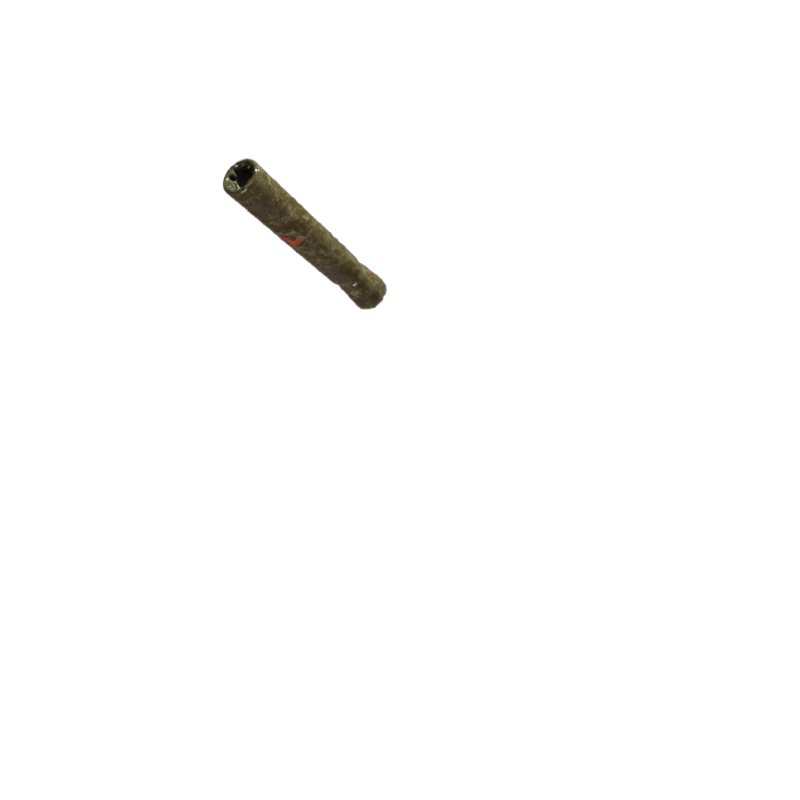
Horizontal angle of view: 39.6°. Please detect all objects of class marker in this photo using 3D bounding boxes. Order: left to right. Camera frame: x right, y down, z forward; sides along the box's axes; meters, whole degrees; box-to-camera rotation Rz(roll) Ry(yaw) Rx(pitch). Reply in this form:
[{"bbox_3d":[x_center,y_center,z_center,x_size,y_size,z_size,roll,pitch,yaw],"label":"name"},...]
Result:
[{"bbox_3d":[-0.041,-0.075,0.525,0.020,0.020,0.112,3,-23,36],"label":"marker"}]
